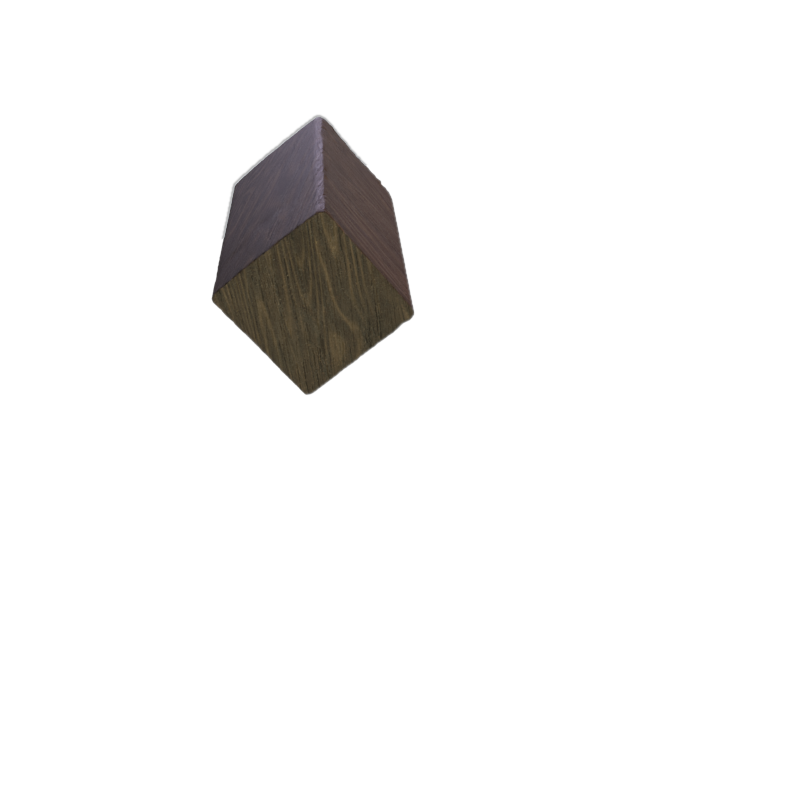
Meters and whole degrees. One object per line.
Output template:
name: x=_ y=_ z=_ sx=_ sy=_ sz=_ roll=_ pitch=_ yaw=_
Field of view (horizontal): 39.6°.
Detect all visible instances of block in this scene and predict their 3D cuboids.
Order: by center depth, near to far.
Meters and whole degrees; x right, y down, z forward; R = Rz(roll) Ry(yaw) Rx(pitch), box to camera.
block: x=-0.059 y=-0.108 z=0.754 sx=0.090 sy=0.086 sz=0.218 roll=-37 pitch=24 yaw=15
